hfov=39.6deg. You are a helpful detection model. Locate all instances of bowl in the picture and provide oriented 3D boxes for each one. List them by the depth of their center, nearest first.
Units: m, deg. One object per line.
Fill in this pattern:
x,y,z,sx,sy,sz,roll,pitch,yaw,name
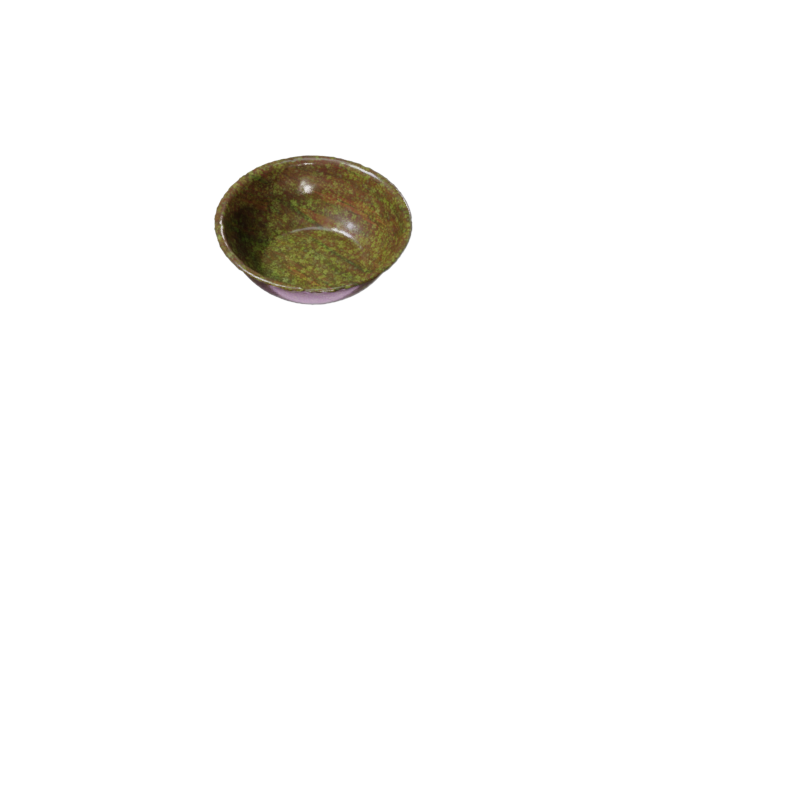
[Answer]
-0.072,-0.131,0.921,0.162,0.174,0.051,-1,-42,-1,bowl
